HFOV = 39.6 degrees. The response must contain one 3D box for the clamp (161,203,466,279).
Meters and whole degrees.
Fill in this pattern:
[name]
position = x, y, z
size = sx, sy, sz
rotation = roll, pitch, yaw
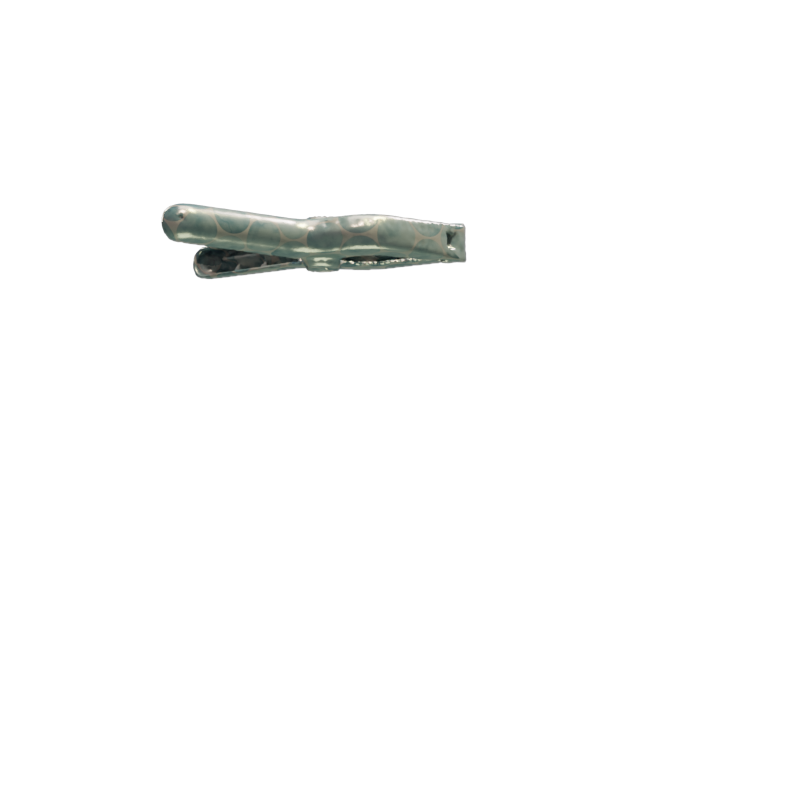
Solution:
[clamp]
position = -0.060, -0.110, 0.772
size = 0.212, 0.037, 0.160
rotation = 0, -3, 7
